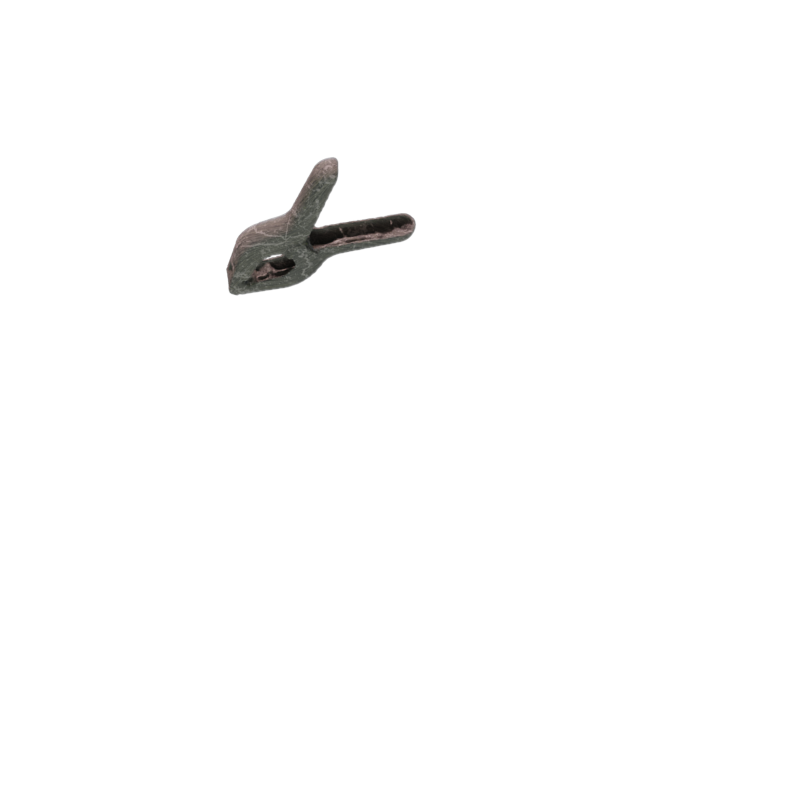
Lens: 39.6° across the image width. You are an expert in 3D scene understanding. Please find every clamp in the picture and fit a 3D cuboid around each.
[{"bbox_3d":[-0.074,-0.136,0.951,0.113,0.042,0.170,29,-45,-35],"label":"clamp"}]
